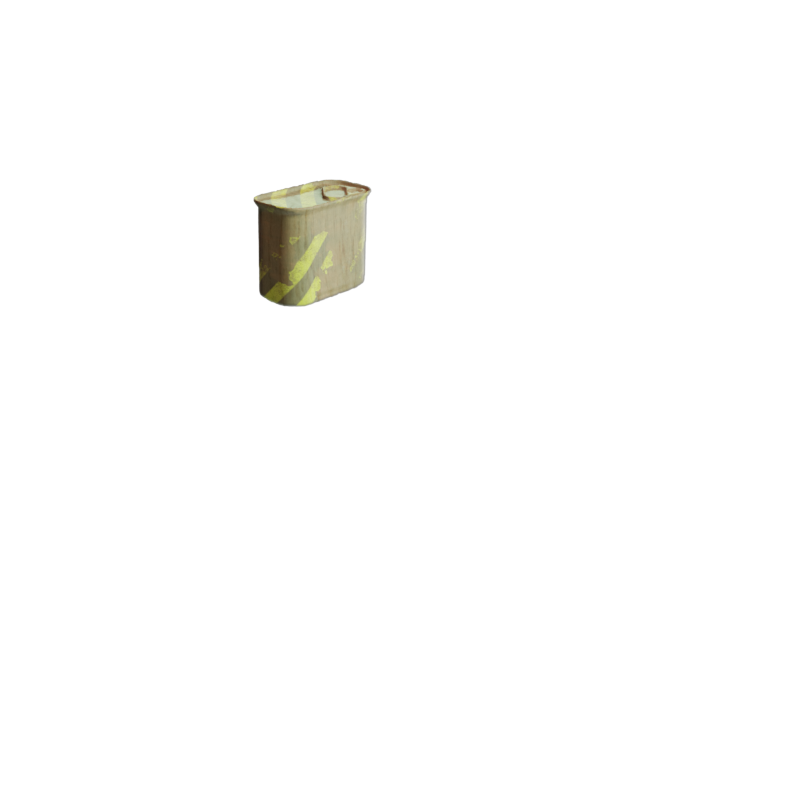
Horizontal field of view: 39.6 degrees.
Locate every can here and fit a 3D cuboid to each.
[{"bbox_3d":[-0.072,-0.131,0.917,0.061,0.080,0.101,17,27,38],"label":"can"}]
